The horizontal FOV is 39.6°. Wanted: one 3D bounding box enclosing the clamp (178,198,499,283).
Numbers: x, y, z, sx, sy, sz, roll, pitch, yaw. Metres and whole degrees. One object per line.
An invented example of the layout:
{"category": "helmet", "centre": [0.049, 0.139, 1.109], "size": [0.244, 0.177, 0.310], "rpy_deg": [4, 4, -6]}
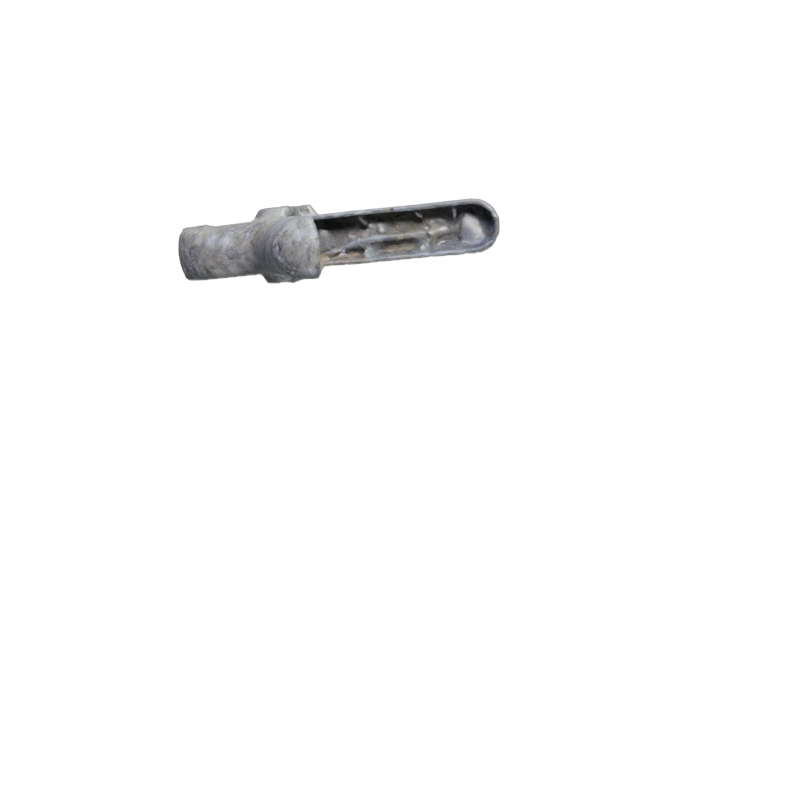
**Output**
{"category": "clamp", "centre": [-0.041, -0.075, 0.525], "size": [0.116, 0.039, 0.179], "rpy_deg": [-5, 9, -34]}
